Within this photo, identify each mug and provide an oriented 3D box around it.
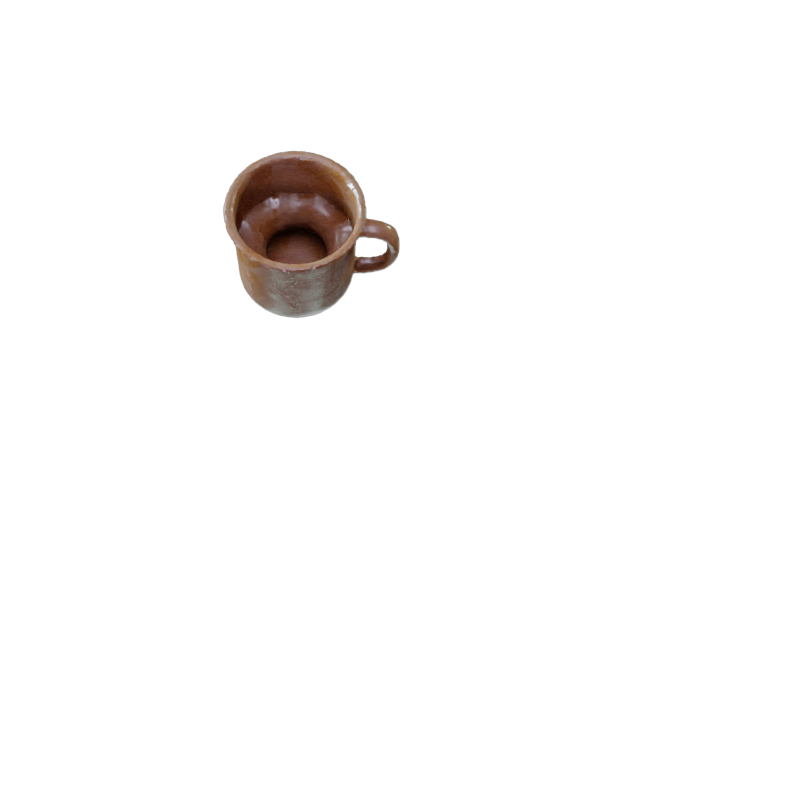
[{"bbox_3d":[-0.059,-0.107,0.752,0.117,0.099,0.077,3,-27,0],"label":"mug"}]
